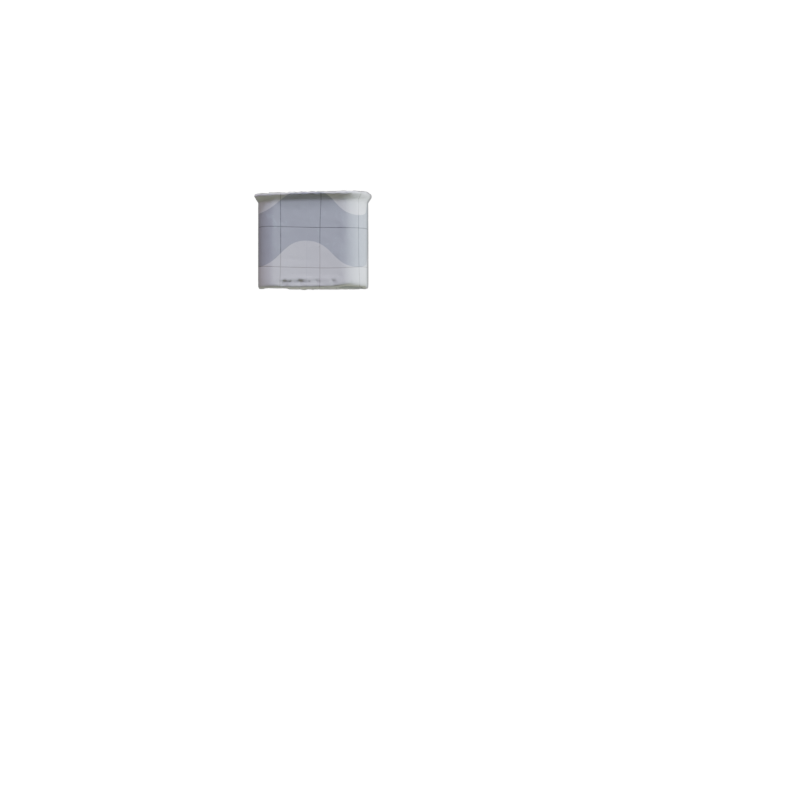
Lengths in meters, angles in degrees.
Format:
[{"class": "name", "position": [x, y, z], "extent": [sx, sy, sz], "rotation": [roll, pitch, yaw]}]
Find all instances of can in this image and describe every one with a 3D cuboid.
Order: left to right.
[{"class": "can", "position": [-0.077, -0.140, 0.980], "extent": [0.103, 0.084, 0.056], "rotation": [0, -2, 9]}]
